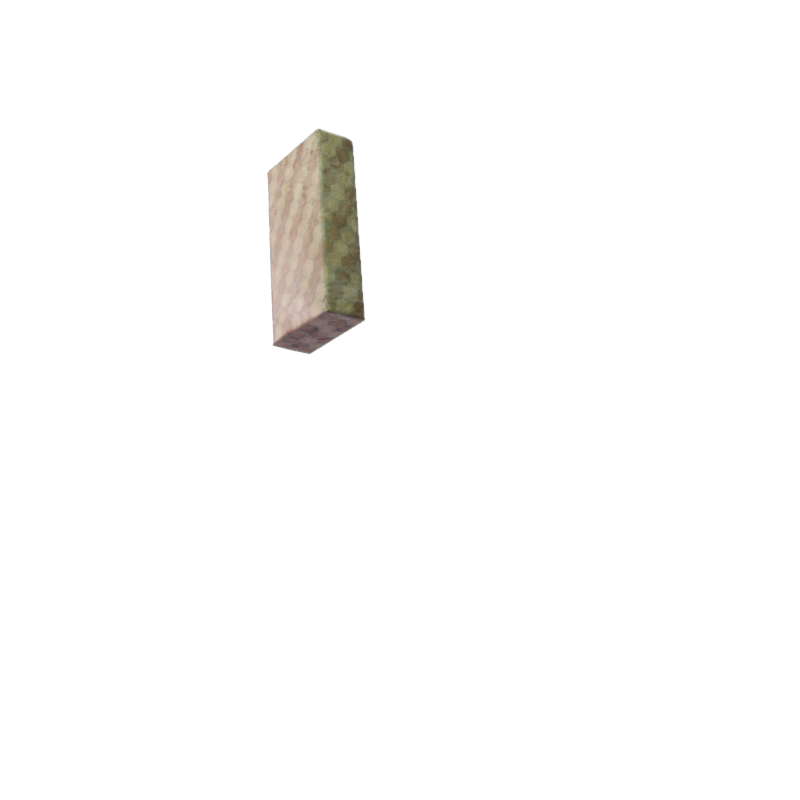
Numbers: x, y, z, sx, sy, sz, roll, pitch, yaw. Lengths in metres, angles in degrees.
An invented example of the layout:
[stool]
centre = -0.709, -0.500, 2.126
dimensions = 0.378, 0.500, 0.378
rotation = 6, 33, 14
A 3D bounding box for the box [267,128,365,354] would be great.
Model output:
[box]
centre = -0.076, -0.139, 0.975
dimensions = 0.046, 0.186, 0.093
rotation = 15, -29, -32
